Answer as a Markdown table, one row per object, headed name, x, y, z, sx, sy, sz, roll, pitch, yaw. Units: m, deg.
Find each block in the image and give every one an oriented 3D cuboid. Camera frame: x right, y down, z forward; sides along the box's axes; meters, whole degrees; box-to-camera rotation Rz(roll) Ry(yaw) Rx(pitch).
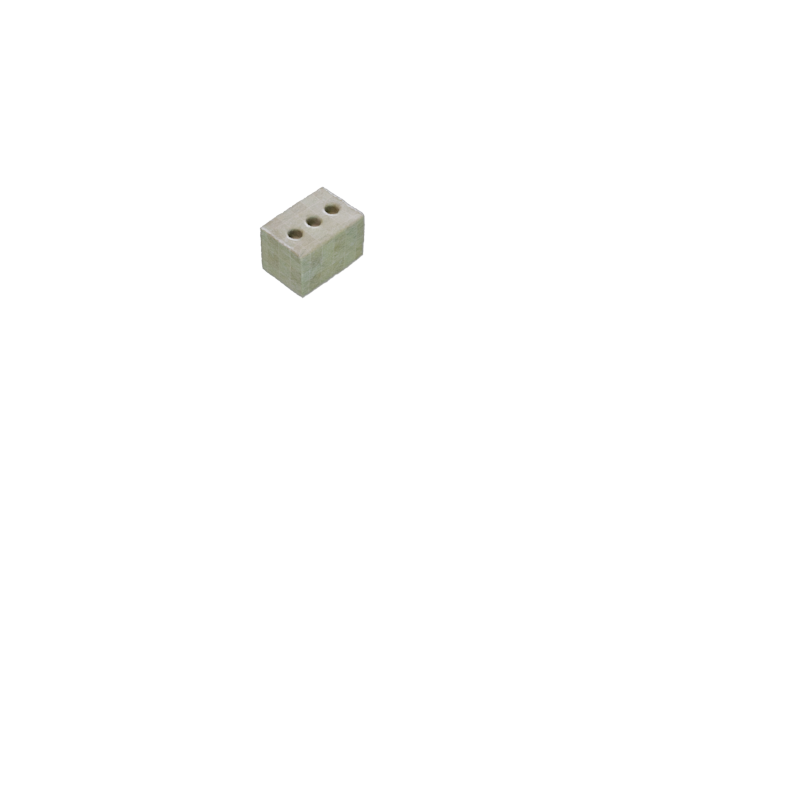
| name | x | y | z | sx | sy | sz | roll | pitch | yaw |
| --- | --- | --- | --- | --- | --- | --- | --- | --- | --- |
| block | -0.075 | -0.136 | 0.954 | 0.056 | 0.048 | 0.079 | 35 | 56 | 26 |
